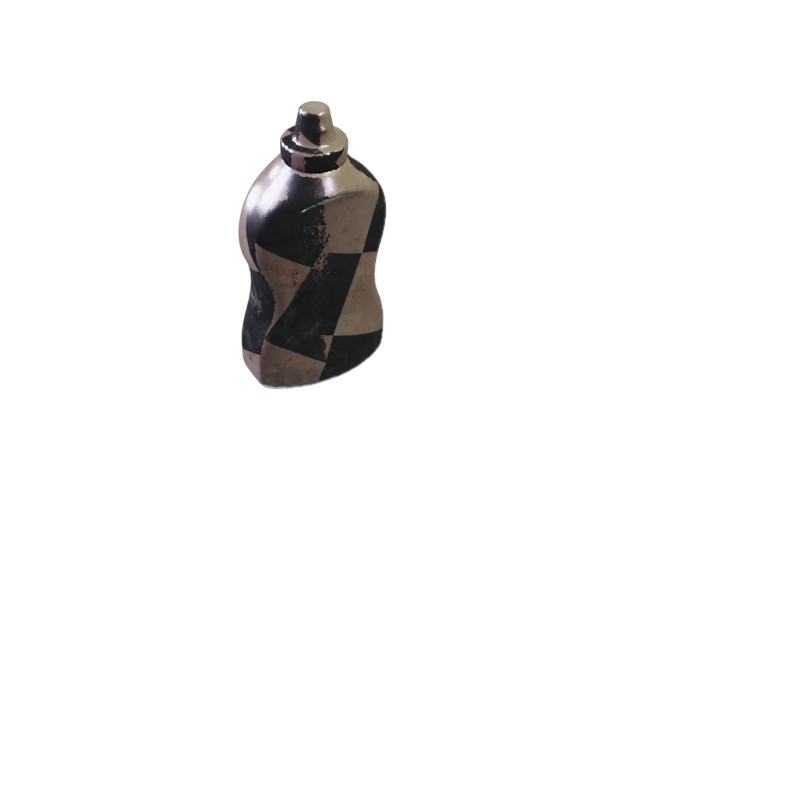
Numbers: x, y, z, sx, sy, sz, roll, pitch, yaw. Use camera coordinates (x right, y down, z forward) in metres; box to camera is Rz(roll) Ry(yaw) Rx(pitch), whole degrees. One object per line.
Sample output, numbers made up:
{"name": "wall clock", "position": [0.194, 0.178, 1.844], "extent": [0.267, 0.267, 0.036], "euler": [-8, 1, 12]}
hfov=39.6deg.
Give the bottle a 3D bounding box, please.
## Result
{"name": "bottle", "position": [-0.055, -0.100, 0.702], "extent": [0.095, 0.179, 0.063], "euler": [-17, 42, -24]}
